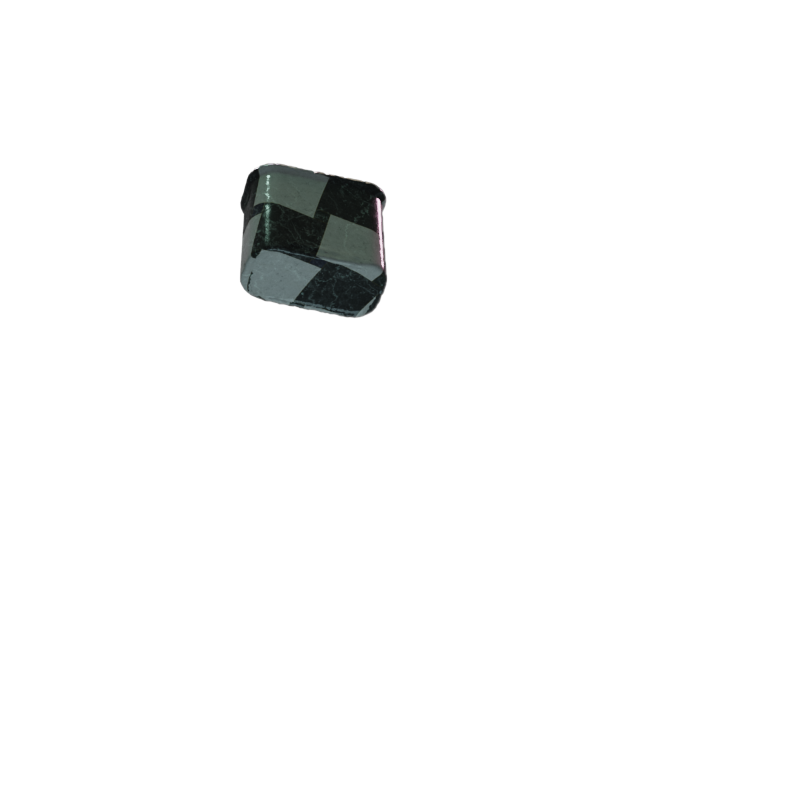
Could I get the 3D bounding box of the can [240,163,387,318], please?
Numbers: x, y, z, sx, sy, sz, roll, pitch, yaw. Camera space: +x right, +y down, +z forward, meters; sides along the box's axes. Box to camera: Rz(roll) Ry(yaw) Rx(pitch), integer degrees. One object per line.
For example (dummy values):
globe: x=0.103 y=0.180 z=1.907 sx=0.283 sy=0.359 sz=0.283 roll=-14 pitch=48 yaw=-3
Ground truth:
can: x=-0.060 y=-0.109 z=0.765 sx=0.100 sy=0.090 sz=0.055 roll=10 pitch=-44 yaw=-13
